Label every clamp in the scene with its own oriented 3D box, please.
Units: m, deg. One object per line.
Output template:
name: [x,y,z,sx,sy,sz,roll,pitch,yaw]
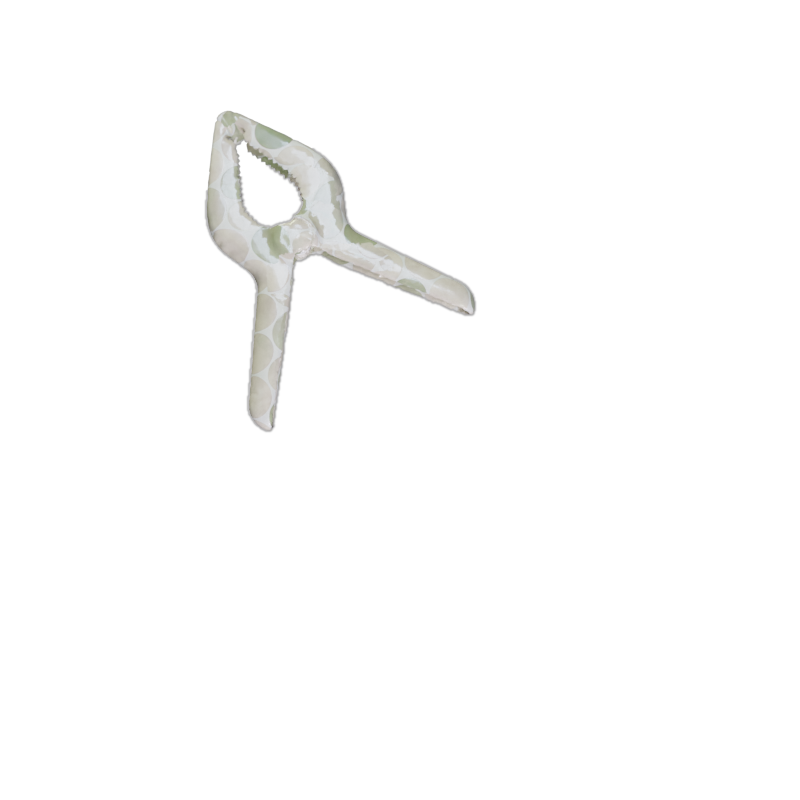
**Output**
clamp: [-0.058,-0.106,0.742,0.164,0.218,0.035,-23,-13,-6]
